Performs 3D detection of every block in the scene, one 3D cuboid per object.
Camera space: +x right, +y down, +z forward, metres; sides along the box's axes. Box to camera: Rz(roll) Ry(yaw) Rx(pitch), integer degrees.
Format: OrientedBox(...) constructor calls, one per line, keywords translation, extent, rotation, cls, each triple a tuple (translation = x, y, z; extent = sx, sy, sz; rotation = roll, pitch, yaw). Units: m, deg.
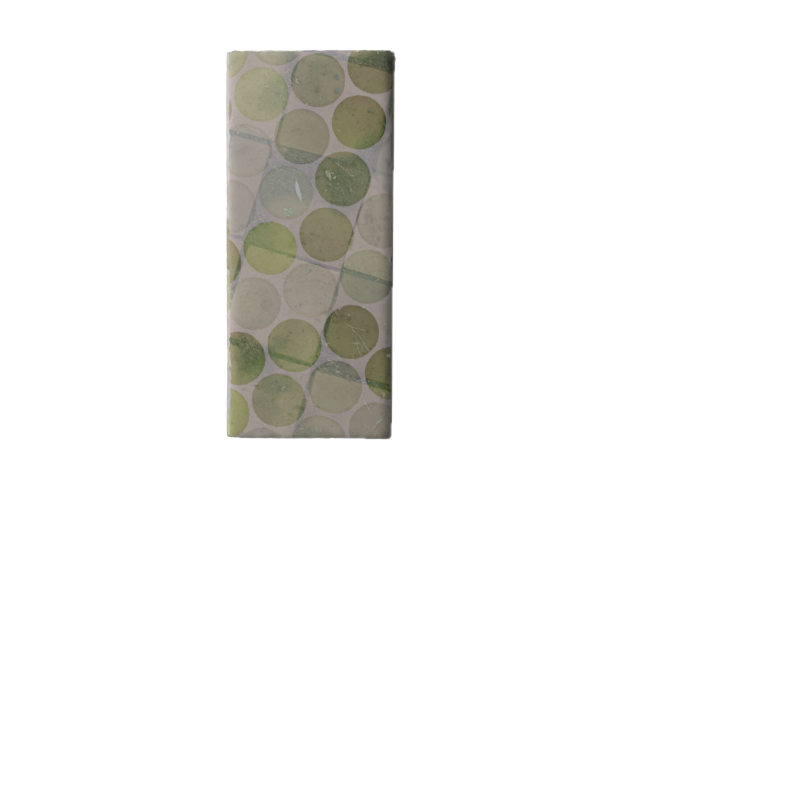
OrientedBox(translation=(-0.048, -0.090, 0.628), extent=(0.090, 0.205, 0.091), rotation=(0, 4, 1), cls="block")
